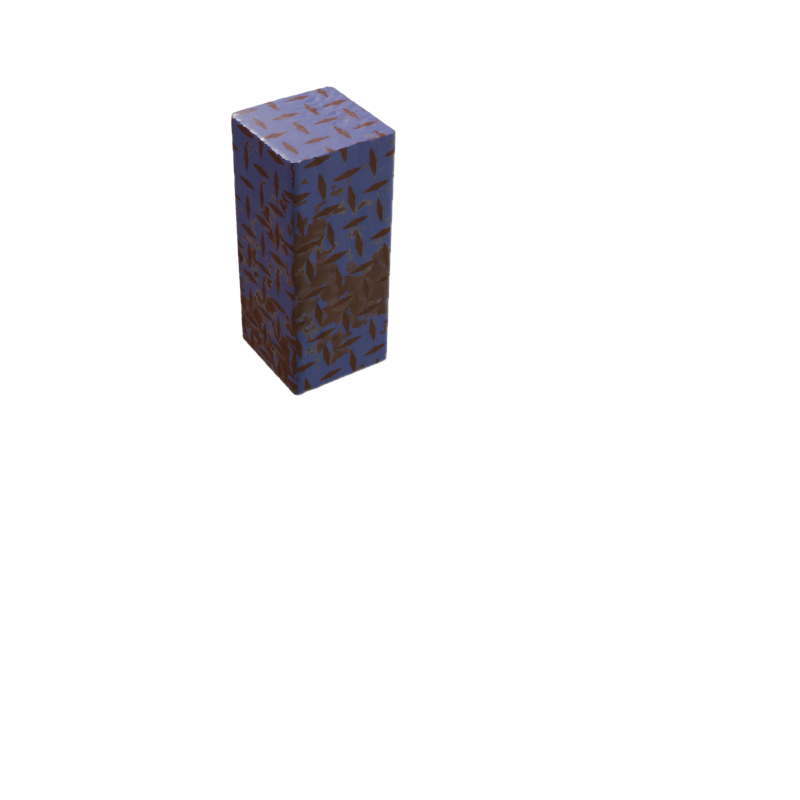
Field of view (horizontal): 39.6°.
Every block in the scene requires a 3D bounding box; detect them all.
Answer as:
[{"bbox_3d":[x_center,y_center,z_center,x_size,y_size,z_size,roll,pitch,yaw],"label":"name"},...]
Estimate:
[{"bbox_3d":[-0.067,-0.121,0.845,0.089,0.193,0.098,-20,43,-27],"label":"block"}]
